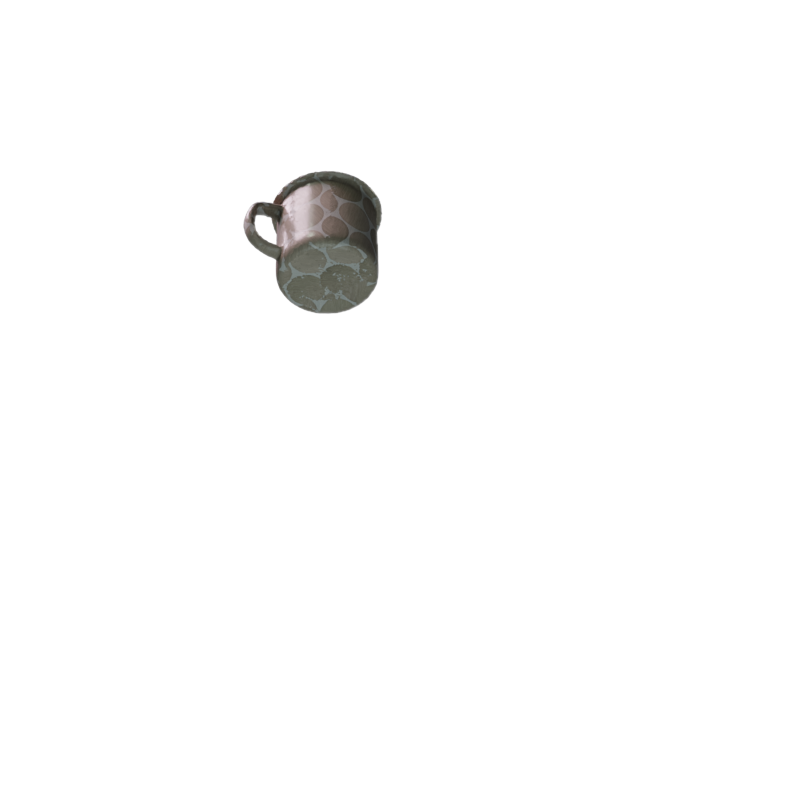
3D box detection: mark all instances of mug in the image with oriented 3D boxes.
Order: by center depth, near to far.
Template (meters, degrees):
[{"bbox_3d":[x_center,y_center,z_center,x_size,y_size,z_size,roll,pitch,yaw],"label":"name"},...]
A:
[{"bbox_3d":[-0.070,-0.128,0.895,0.113,0.087,0.090,17,-48,-18],"label":"mug"}]
